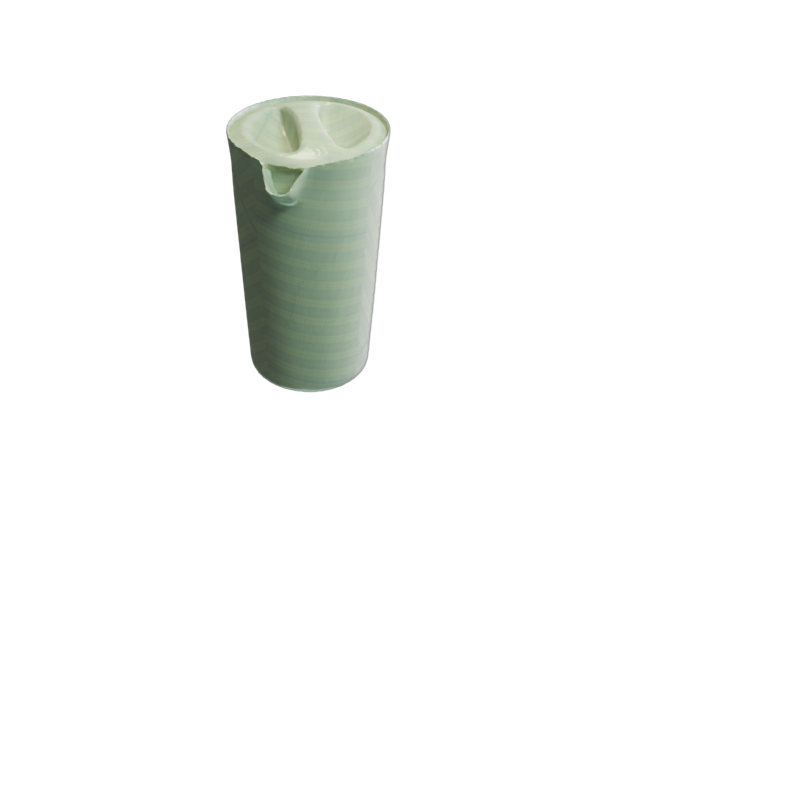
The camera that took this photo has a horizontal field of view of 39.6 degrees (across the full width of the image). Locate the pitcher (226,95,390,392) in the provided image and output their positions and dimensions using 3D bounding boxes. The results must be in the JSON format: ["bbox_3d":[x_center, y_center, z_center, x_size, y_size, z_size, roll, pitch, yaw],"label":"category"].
[{"bbox_3d":[-0.076,-0.138,0.965,0.147,0.228,0.156,-18,39,-27],"label":"pitcher"}]
